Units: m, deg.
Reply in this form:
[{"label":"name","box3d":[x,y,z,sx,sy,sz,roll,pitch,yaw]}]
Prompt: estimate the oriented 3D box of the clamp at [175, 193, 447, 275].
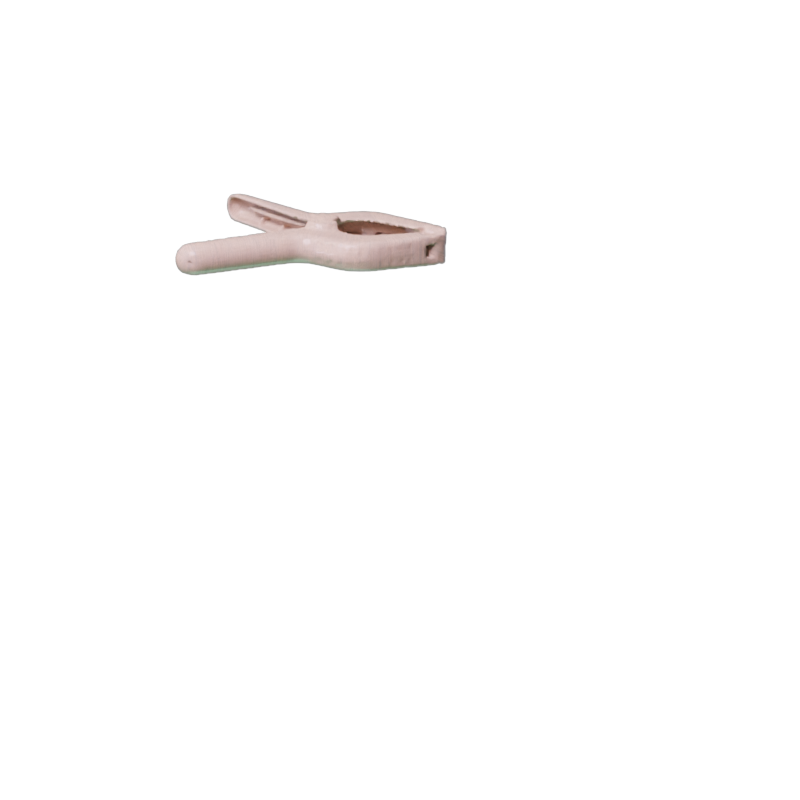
[{"label":"clamp","box3d":[-0.070,-0.128,0.900,0.215,0.035,0.169,7,27,14]}]
